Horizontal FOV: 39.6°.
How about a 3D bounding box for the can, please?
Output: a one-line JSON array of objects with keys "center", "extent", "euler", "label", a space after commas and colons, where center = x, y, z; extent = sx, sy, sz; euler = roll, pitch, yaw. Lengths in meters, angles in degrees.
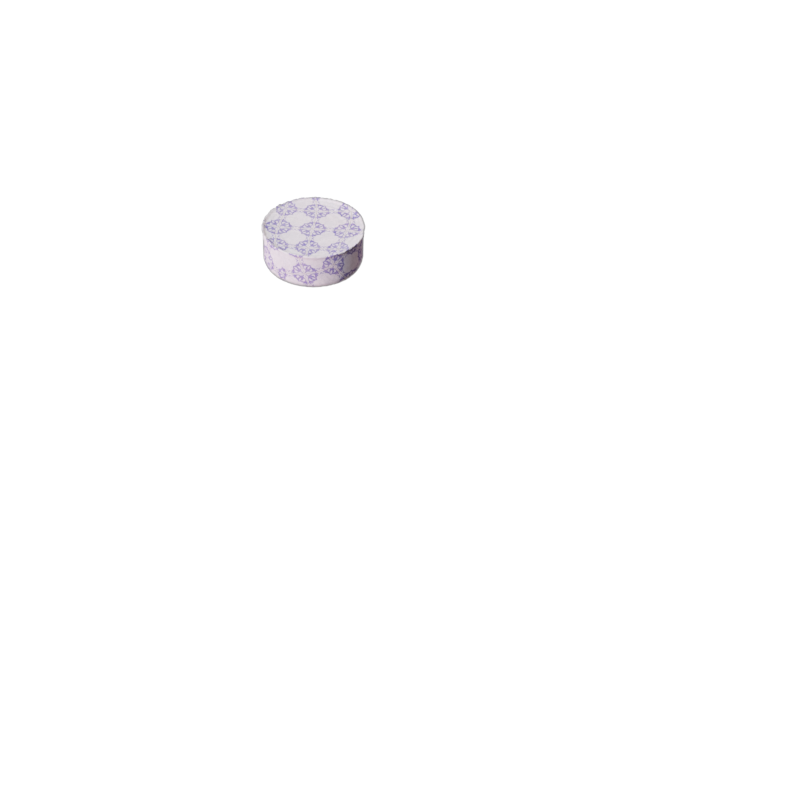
[{"center": [-0.072, -0.132, 0.926], "extent": [0.086, 0.031, 0.092], "euler": [-1, 41, -2], "label": "can"}]
